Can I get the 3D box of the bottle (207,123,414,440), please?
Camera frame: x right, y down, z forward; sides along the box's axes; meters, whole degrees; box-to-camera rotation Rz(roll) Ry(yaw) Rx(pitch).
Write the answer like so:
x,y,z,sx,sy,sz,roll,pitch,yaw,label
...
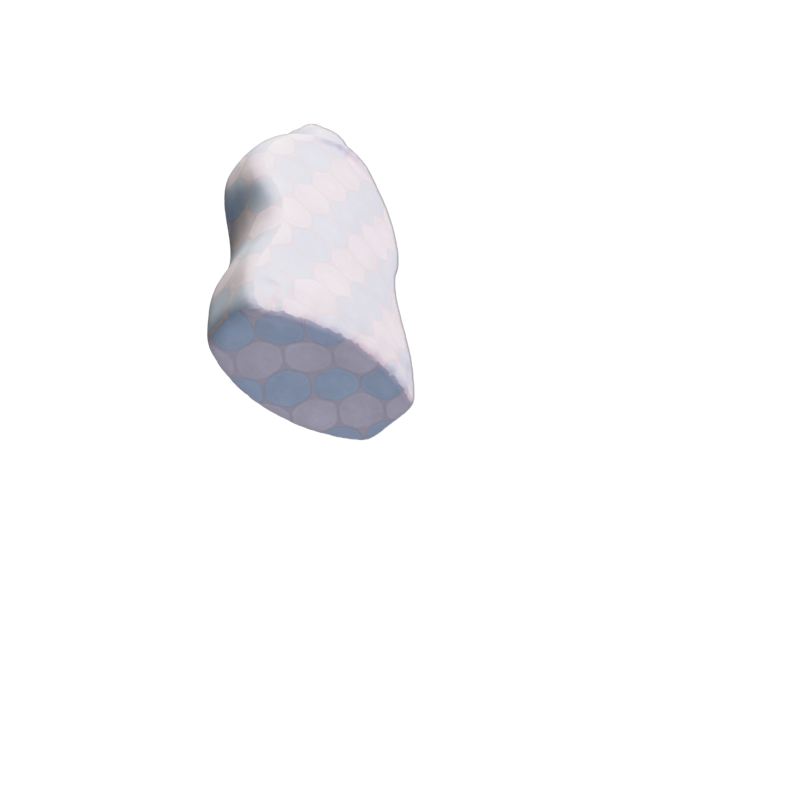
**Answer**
x,y,z,sx,sy,sz,roll,pitch,yaw,label
-0.043,-0.077,0.542,0.091,0.206,0.057,29,-55,-27,bottle
